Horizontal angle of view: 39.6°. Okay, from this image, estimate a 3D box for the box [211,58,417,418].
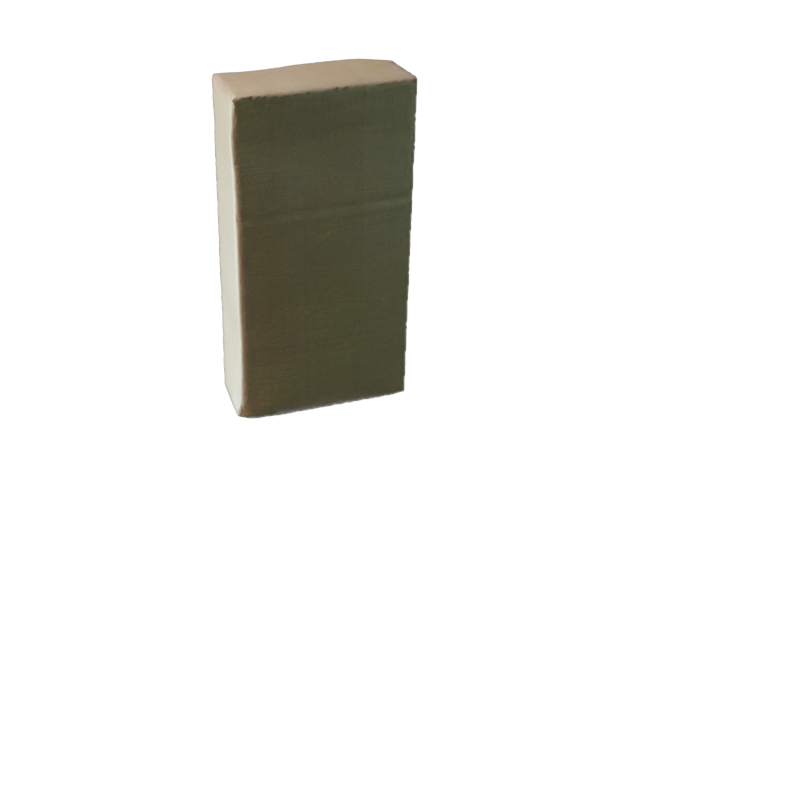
[{"bbox_3d":[-0.044,-0.080,0.557,0.092,0.167,0.051,-8,27,-19],"label":"box"}]
